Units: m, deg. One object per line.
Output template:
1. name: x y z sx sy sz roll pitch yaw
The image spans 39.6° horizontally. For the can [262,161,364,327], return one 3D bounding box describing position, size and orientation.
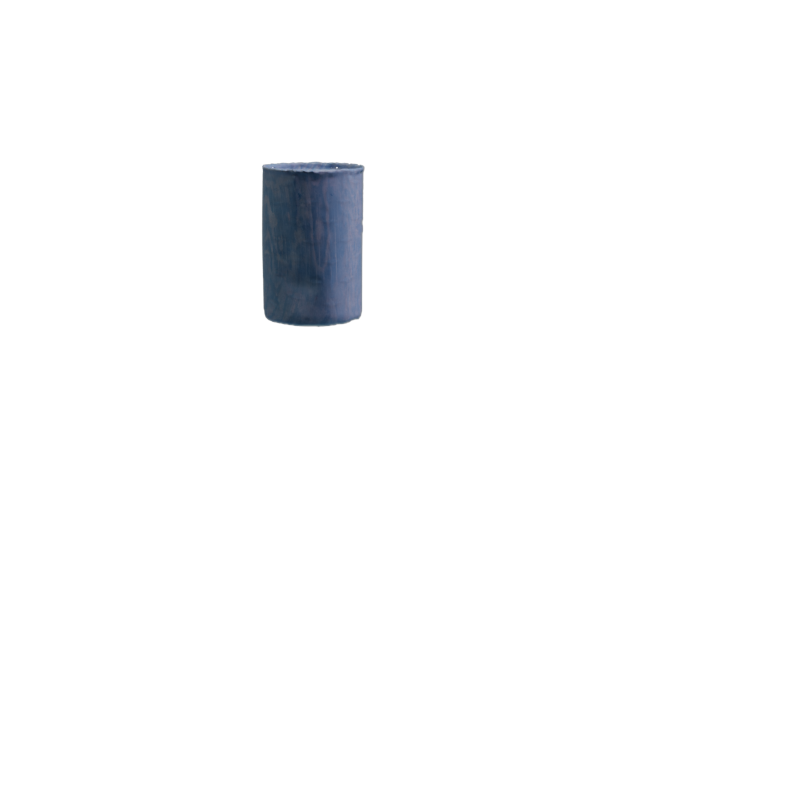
1. can: -0.058 -0.105 0.738 0.068 0.100 0.070 0 11 -2
